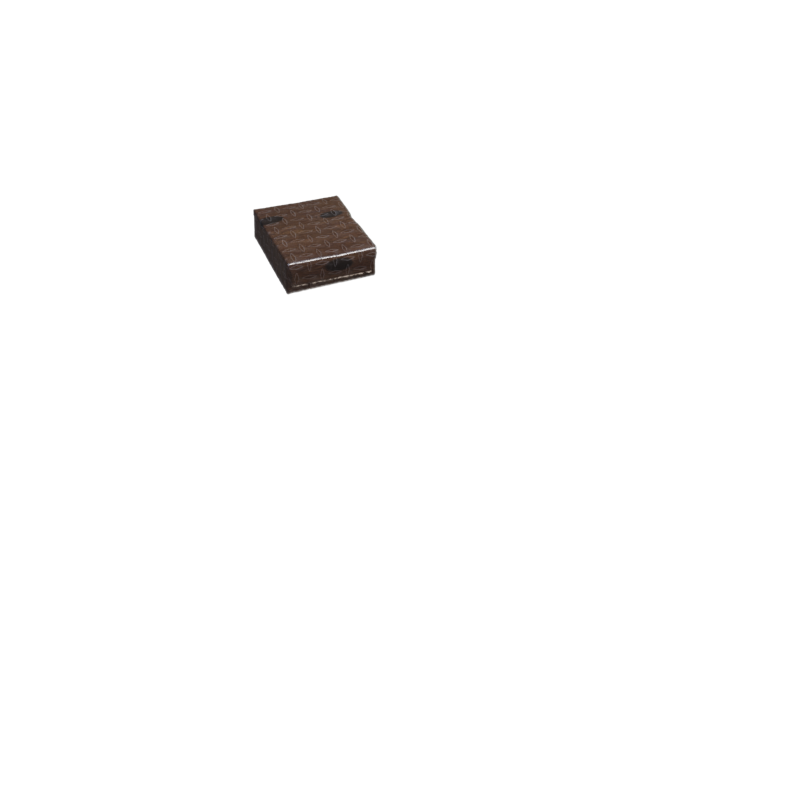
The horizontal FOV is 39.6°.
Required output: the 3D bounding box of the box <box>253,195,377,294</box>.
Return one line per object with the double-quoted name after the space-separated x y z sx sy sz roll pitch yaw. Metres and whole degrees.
-0.068 -0.124 0.870 0.072 0.028 0.097 -13 39 -17 "box"
